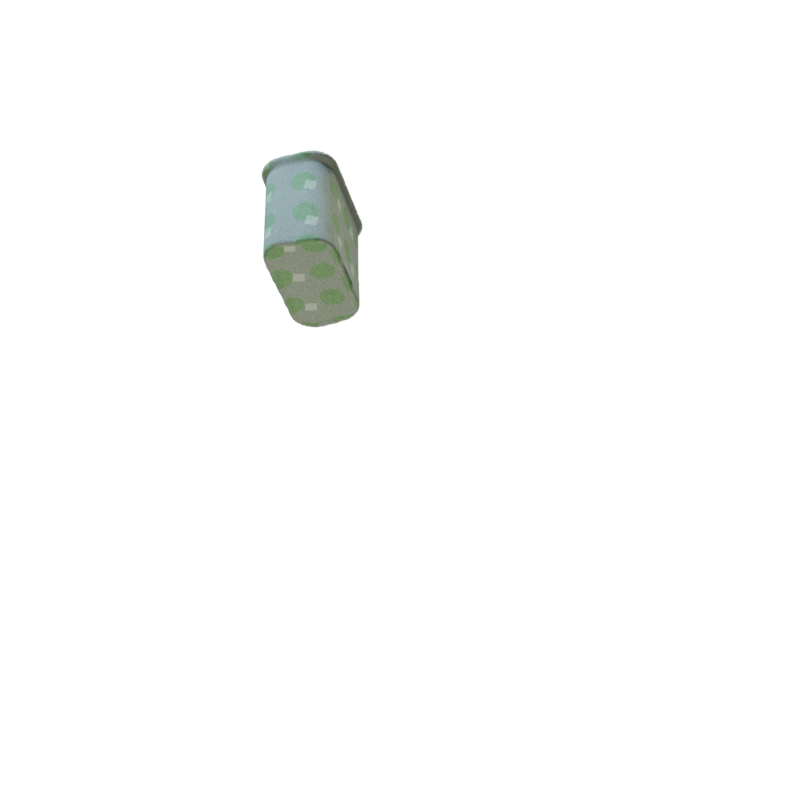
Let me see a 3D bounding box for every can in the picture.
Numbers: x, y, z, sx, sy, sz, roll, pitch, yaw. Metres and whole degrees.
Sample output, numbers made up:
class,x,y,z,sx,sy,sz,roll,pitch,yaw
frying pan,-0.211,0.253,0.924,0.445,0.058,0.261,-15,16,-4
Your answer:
class,x,y,z,sx,sy,sz,roll,pitch,yaw
can,-0.063,-0.115,0.807,0.058,0.090,0.094,-11,-38,11
